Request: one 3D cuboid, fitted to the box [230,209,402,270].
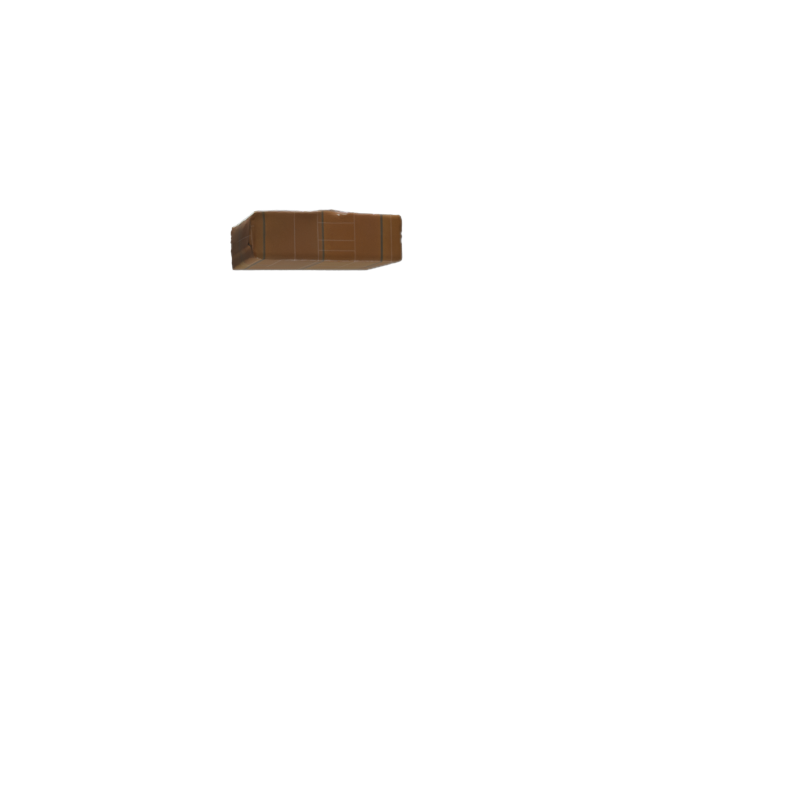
[{"bbox_3d":[-0.051,-0.093,0.654,0.088,0.030,0.074,0,1,-15],"label":"box"}]
